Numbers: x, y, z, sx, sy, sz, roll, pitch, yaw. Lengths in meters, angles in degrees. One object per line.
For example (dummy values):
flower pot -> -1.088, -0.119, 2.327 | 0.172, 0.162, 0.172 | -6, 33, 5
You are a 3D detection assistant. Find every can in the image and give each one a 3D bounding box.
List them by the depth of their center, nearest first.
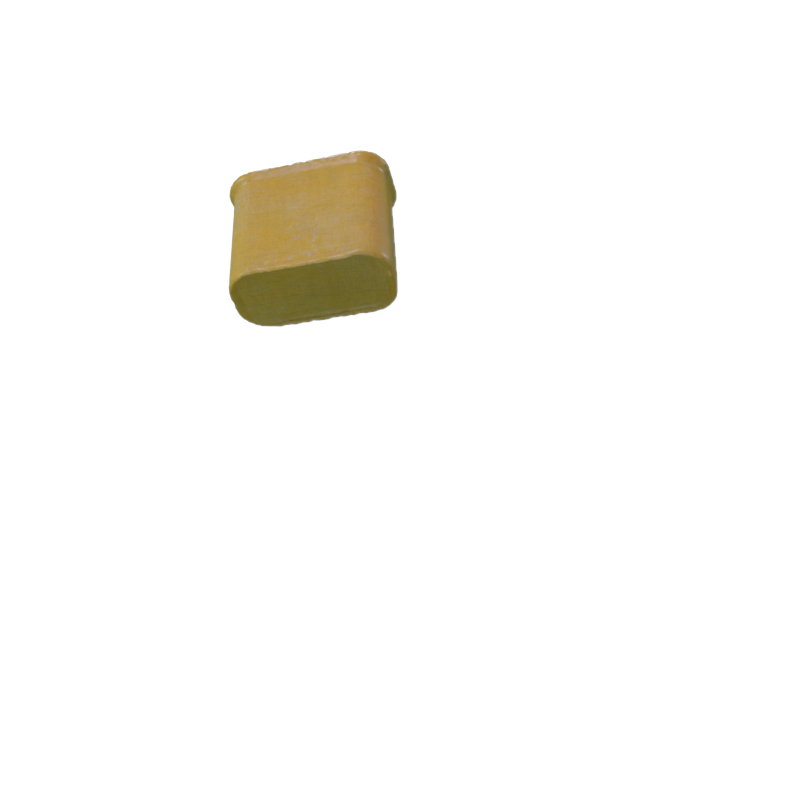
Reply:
can -> -0.052, -0.095, 0.666 | 0.103, 0.090, 0.053 | -10, -41, 9
